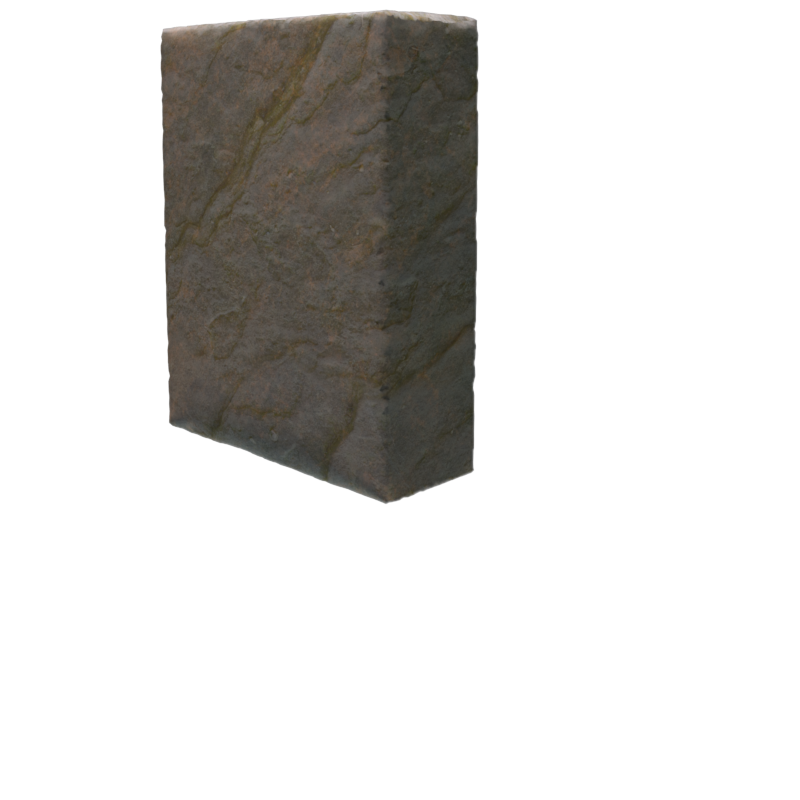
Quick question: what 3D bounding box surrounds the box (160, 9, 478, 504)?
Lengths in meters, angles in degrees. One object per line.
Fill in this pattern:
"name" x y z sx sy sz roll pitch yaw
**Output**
"box" -0.043 -0.078 0.547 0.070 0.210 0.173 -8 13 -44
